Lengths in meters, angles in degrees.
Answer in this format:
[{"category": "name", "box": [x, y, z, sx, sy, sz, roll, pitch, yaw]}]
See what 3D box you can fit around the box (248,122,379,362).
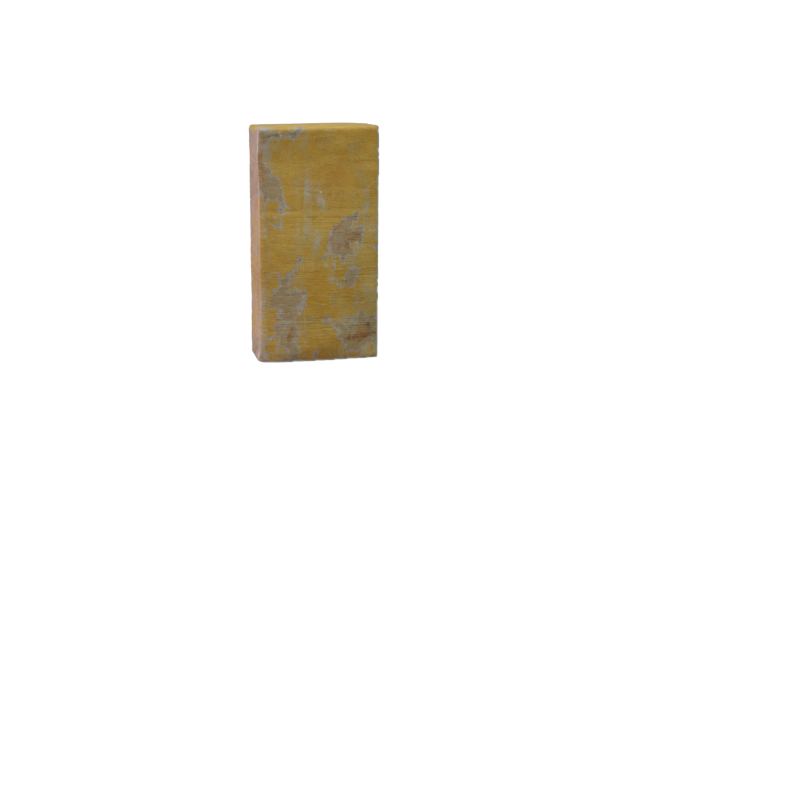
[{"category": "box", "box": [-0.065, -0.119, 0.830, 0.092, 0.173, 0.050, -2, 9, -15]}]
